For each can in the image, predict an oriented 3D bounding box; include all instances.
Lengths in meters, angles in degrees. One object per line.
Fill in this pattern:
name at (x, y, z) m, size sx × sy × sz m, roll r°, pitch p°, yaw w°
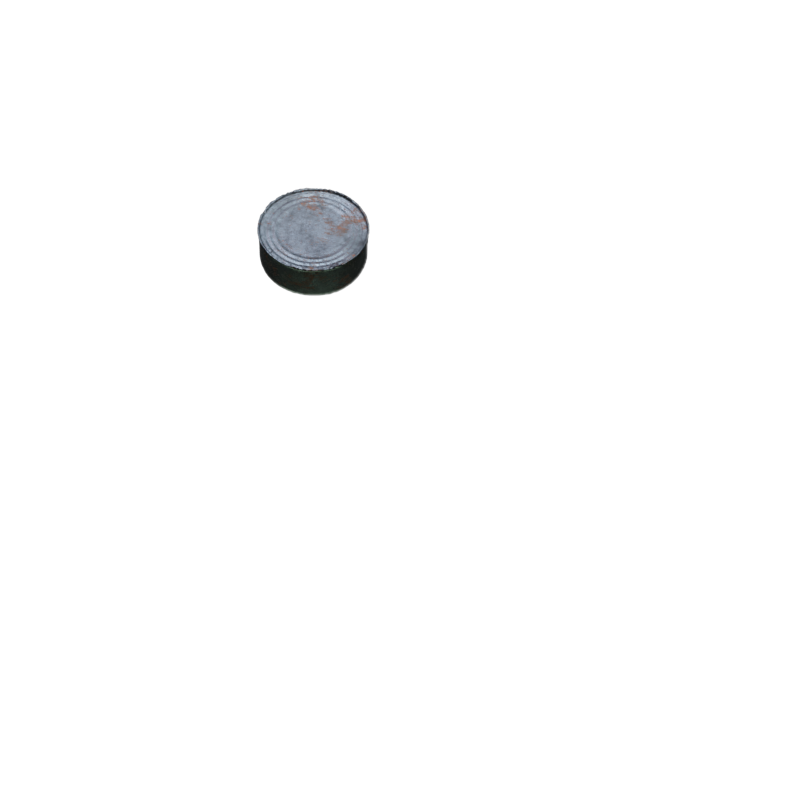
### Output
can at (-0.067, -0.122, 0.857) m, size 0.086 × 0.092 × 0.031 m, roll -1°, pitch -38°, yaw -1°
